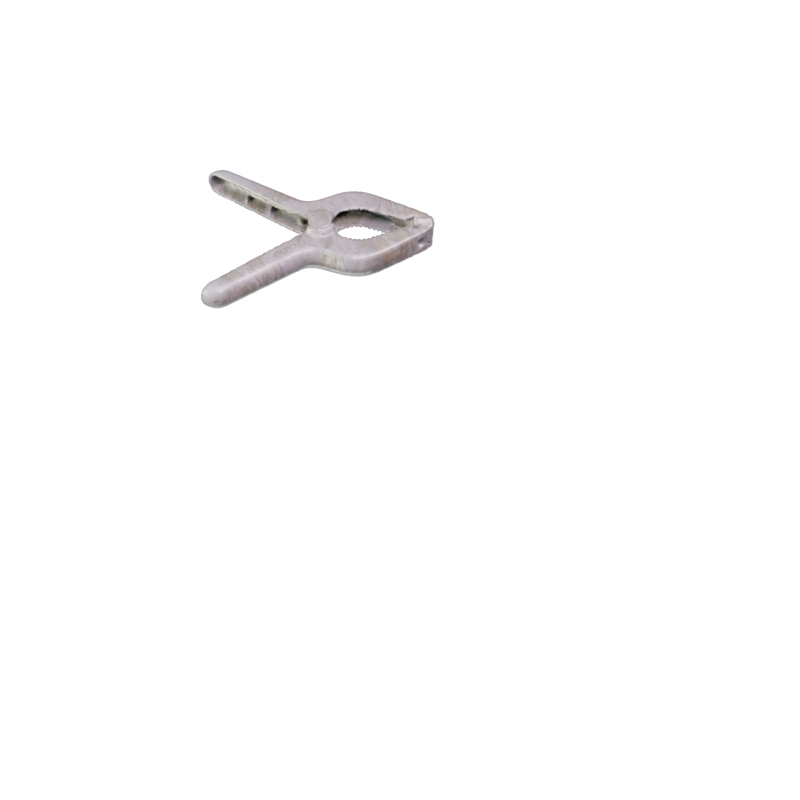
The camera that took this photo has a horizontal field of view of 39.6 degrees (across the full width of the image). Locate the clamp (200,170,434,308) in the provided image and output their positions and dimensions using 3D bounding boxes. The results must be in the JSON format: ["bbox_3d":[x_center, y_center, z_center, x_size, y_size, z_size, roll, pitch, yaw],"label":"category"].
[{"bbox_3d":[-0.076,-0.139,0.975,0.211,0.176,0.034,3,-42,3],"label":"clamp"}]
